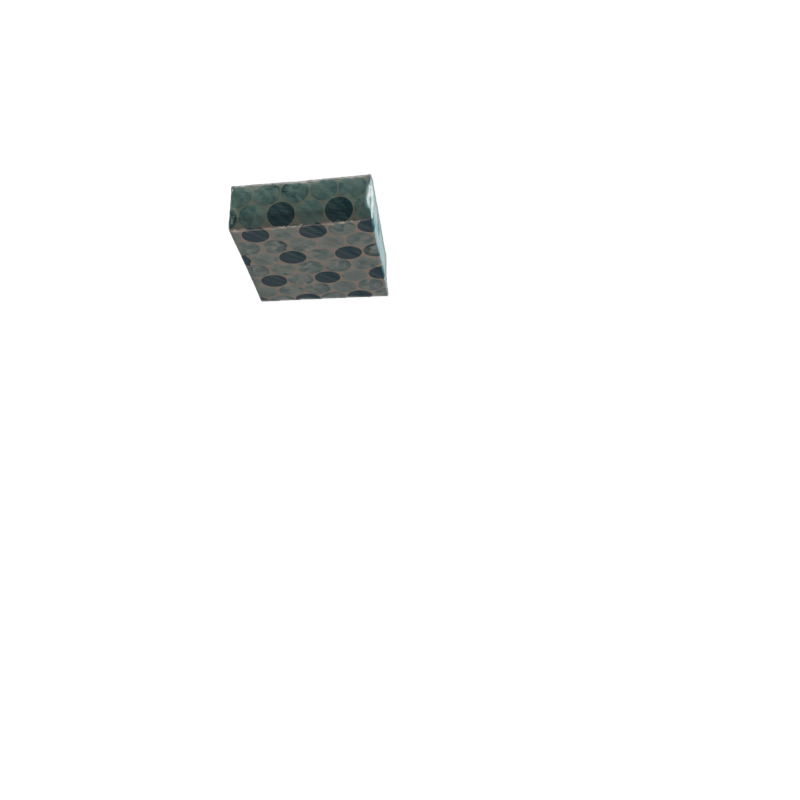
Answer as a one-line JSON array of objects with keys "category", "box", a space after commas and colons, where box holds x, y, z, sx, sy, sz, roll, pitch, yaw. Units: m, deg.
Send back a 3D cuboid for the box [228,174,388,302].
[{"category": "box", "box": [-0.046, -0.084, 0.591, 0.074, 0.032, 0.084, -3, -22, 6]}]
